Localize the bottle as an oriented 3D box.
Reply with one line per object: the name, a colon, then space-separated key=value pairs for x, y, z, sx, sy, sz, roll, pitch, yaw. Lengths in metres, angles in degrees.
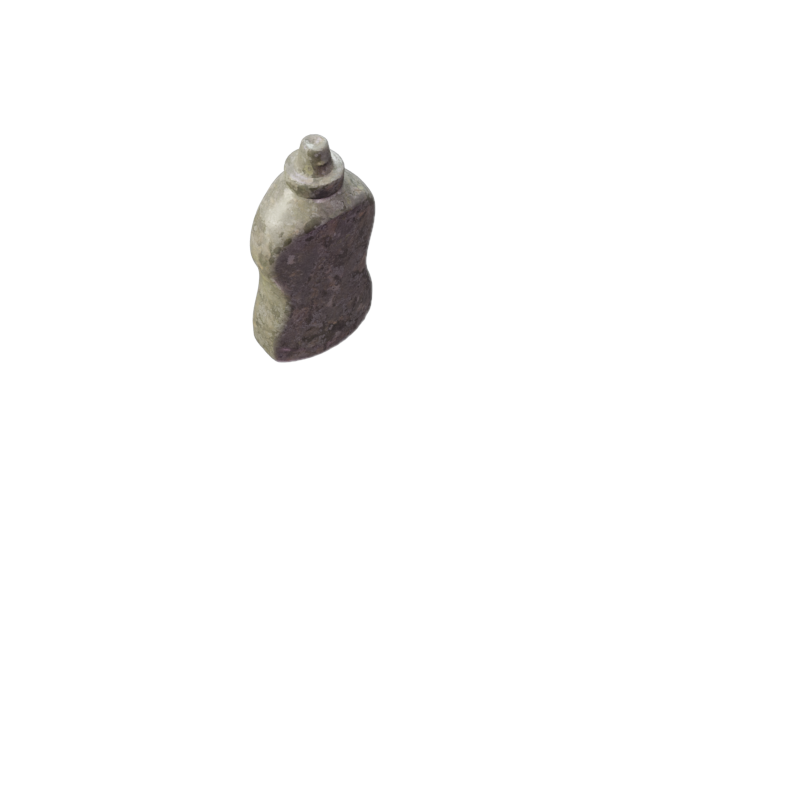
bottle: x=-0.062 y=-0.113 z=0.795 sx=0.096 sy=0.063 sz=0.179 roll=-29 pitch=-32 yaw=-24
